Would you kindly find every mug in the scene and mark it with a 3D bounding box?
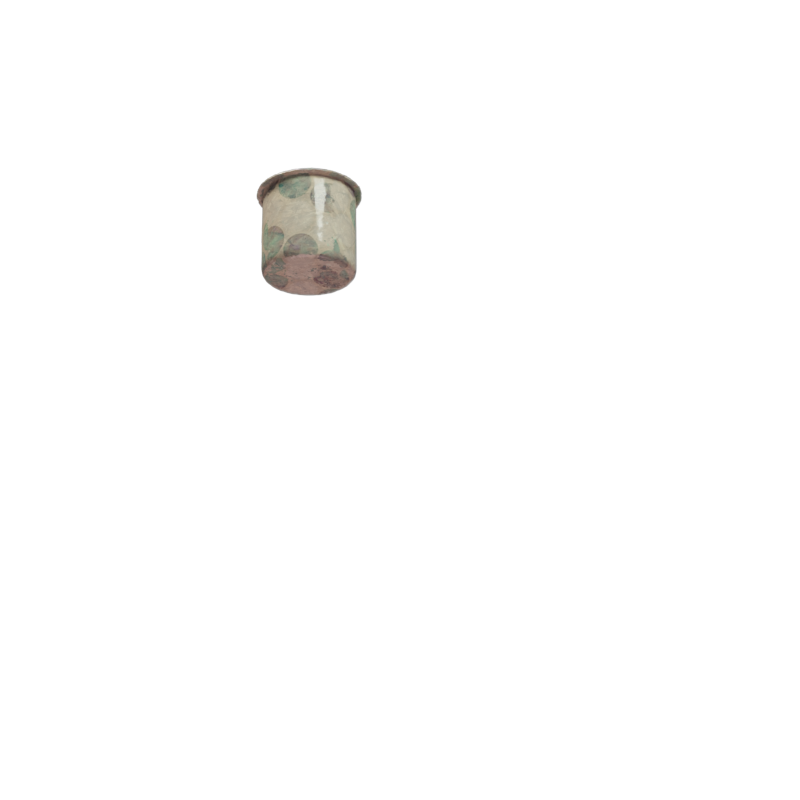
[{"bbox_3d":[-0.076,-0.138,0.969,0.094,0.086,0.109,-7,-24,13],"label":"mug"}]
